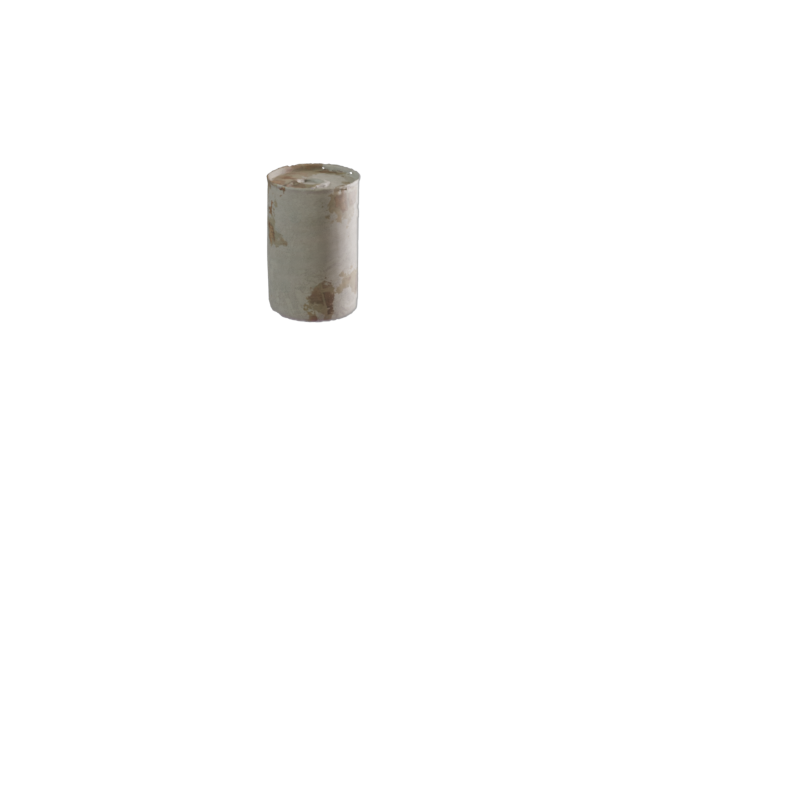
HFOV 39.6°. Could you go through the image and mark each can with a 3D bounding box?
[{"bbox_3d":[-0.064,-0.116,0.816,0.068,0.098,0.072,0,22,-2],"label":"can"}]
